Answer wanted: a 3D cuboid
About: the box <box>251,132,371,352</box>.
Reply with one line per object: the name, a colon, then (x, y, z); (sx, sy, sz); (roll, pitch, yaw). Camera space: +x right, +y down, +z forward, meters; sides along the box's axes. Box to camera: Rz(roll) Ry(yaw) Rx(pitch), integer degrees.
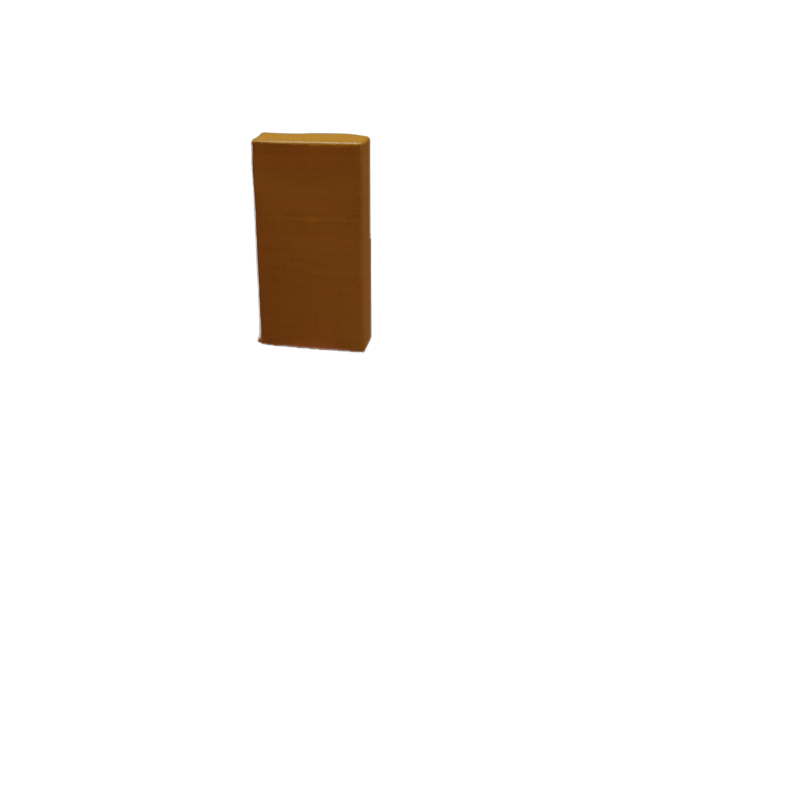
box: (-0.071, -0.130, 0.910); (0.095, 0.170, 0.049); (4, 16, 11)
